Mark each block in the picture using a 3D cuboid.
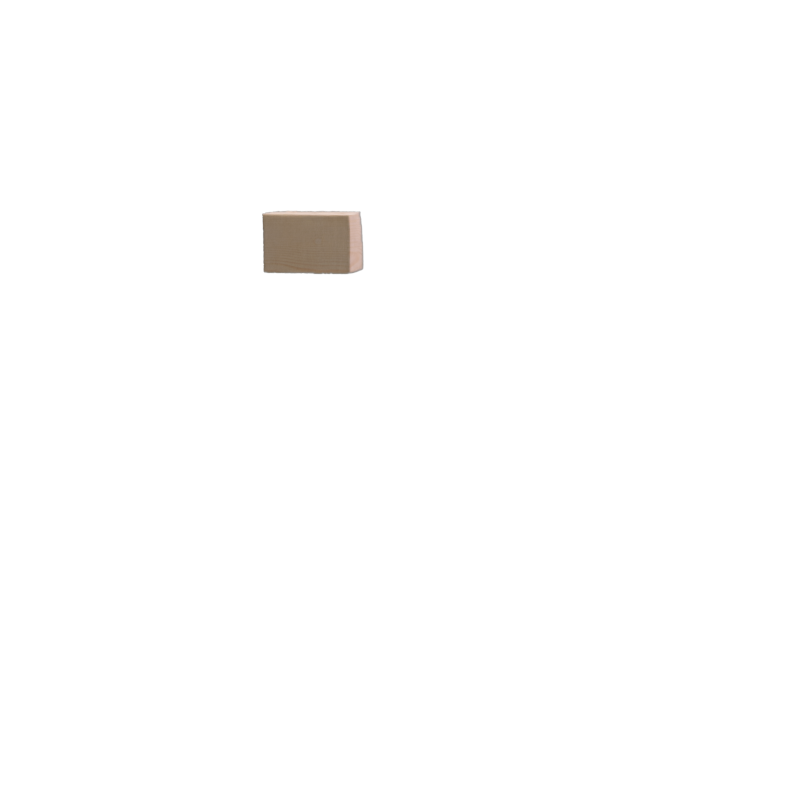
[{"bbox_3d":[-0.074,-0.135,0.946,0.079,0.051,0.053,2,8,12],"label":"block"}]
